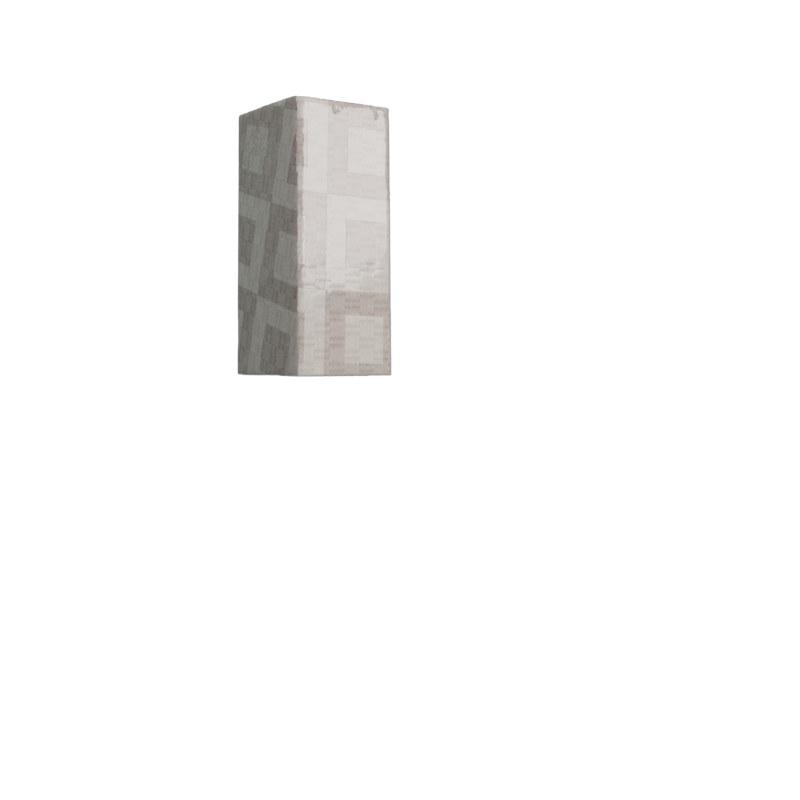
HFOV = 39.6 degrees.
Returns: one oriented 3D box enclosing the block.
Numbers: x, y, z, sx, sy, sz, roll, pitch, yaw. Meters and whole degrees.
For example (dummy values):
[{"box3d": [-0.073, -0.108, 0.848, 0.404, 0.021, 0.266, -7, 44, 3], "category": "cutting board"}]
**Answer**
[{"box3d": [-0.067, -0.123, 0.862, 0.087, 0.209, 0.093, 3, -5, -35], "category": "block"}]
